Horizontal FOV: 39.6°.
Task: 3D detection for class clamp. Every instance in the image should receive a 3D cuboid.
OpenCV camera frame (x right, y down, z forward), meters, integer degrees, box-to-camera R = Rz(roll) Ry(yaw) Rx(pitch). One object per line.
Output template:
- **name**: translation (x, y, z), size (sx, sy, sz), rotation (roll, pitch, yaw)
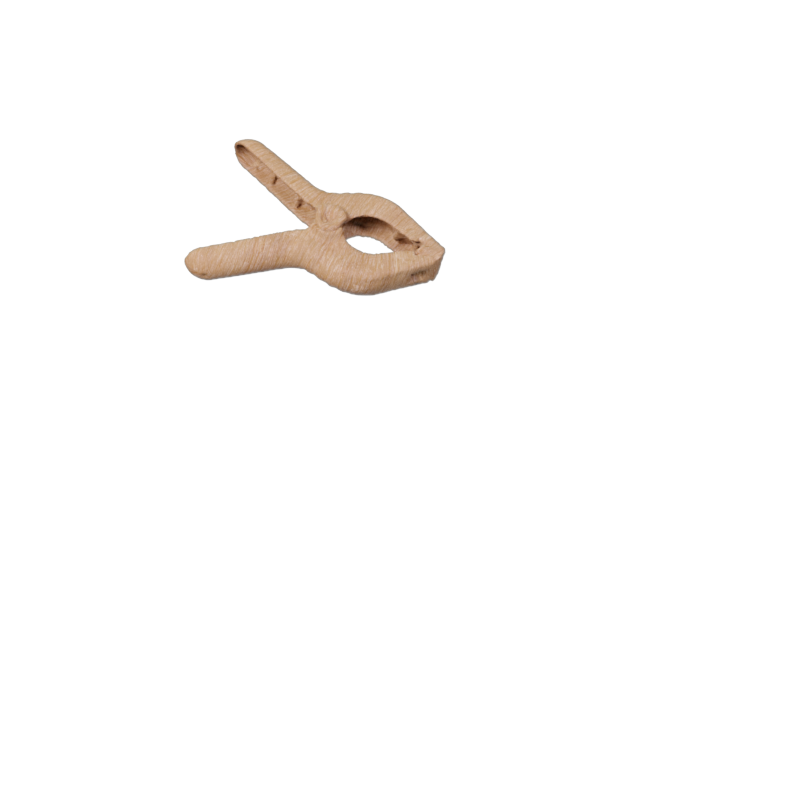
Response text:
- **clamp**: translation (-0.059, -0.108, 0.757), size (0.176, 0.125, 0.037), rotation (21, -27, 11)
